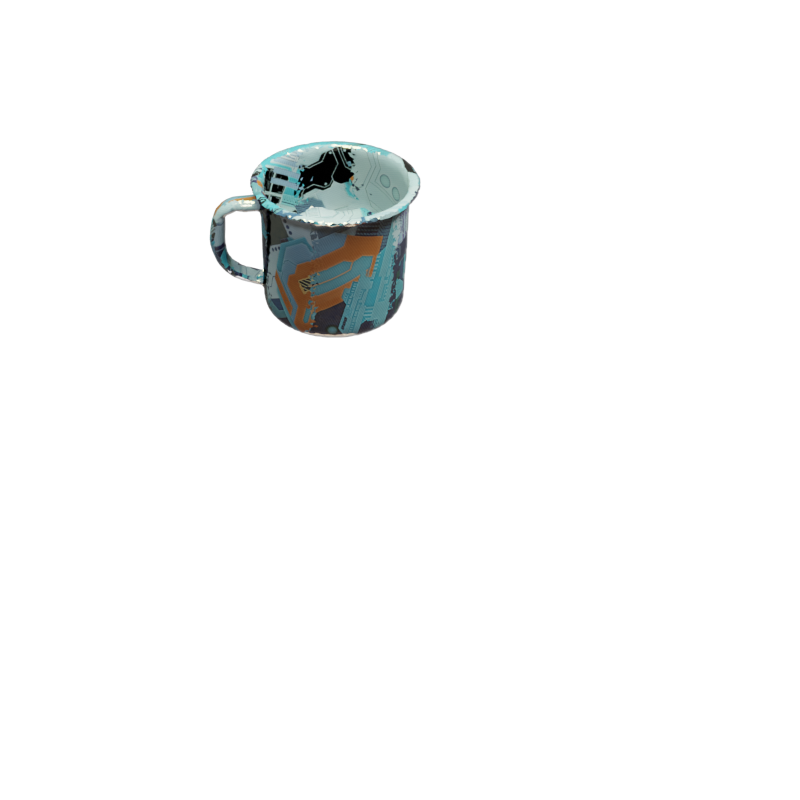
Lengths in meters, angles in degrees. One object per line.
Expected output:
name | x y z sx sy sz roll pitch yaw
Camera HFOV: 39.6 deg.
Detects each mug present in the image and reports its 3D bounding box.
mug | -0.049 -0.090 0.627 0.117 0.076 0.100 -1 37 -3
